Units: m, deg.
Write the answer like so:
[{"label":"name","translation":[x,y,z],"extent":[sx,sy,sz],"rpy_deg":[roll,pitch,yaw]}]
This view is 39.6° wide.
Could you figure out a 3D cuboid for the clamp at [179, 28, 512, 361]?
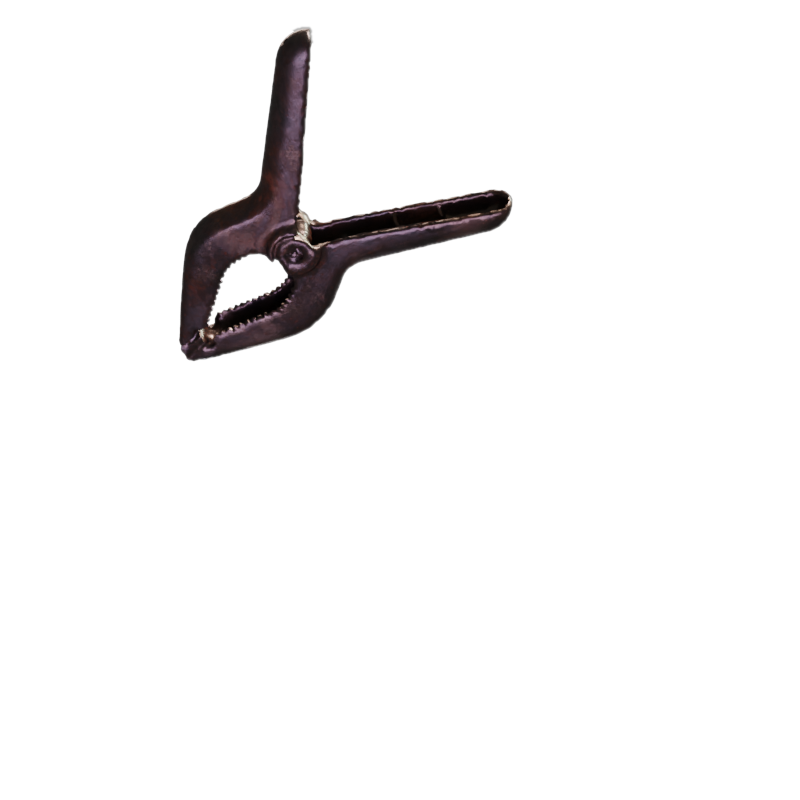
[{"label":"clamp","translation":[-0.050,-0.092,0.644],"extent":[0.158,0.205,0.039],"rpy_deg":[31,28,-19]}]
